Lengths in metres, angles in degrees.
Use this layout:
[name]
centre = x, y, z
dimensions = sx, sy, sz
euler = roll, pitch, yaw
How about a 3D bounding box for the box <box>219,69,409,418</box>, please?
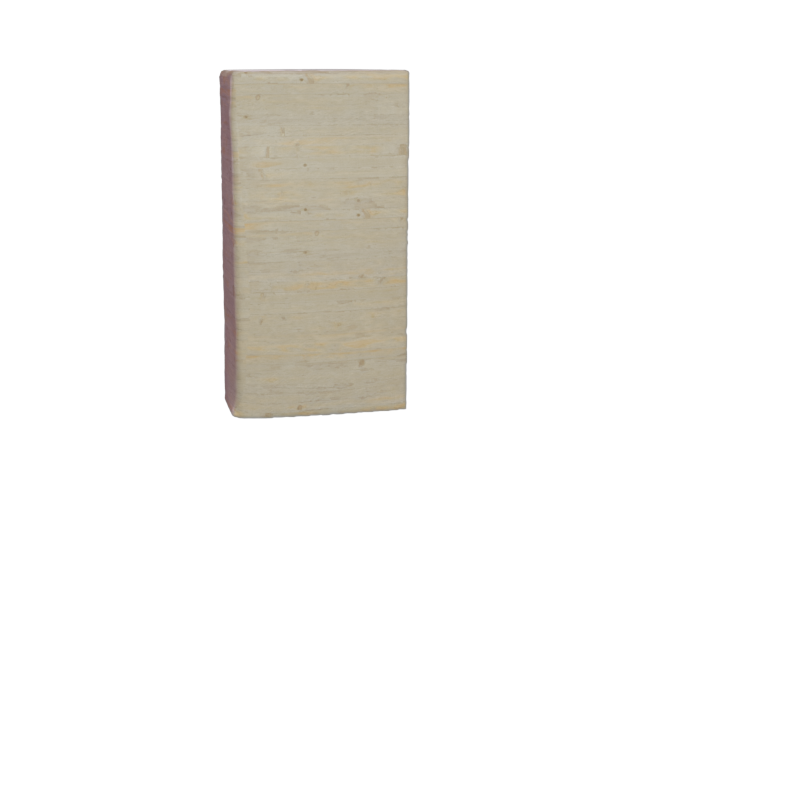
[box]
centre = -0.045, -0.082, 0.572
dimensions = 0.092, 0.173, 0.050
euler = -2, 8, -15
